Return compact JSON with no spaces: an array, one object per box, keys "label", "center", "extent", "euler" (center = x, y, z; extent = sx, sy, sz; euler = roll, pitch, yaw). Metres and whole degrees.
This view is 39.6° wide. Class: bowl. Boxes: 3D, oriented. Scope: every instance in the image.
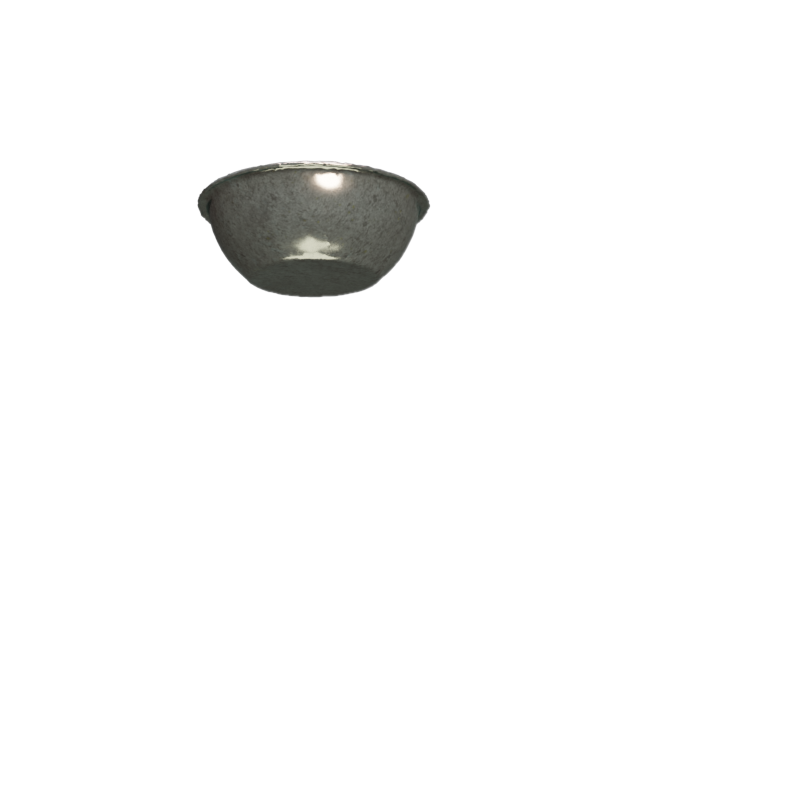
[{"label":"bowl","center":[-0.060,-0.110,0.768],"extent":[0.162,0.057,0.156],"euler":[0,-12,-2]}]
